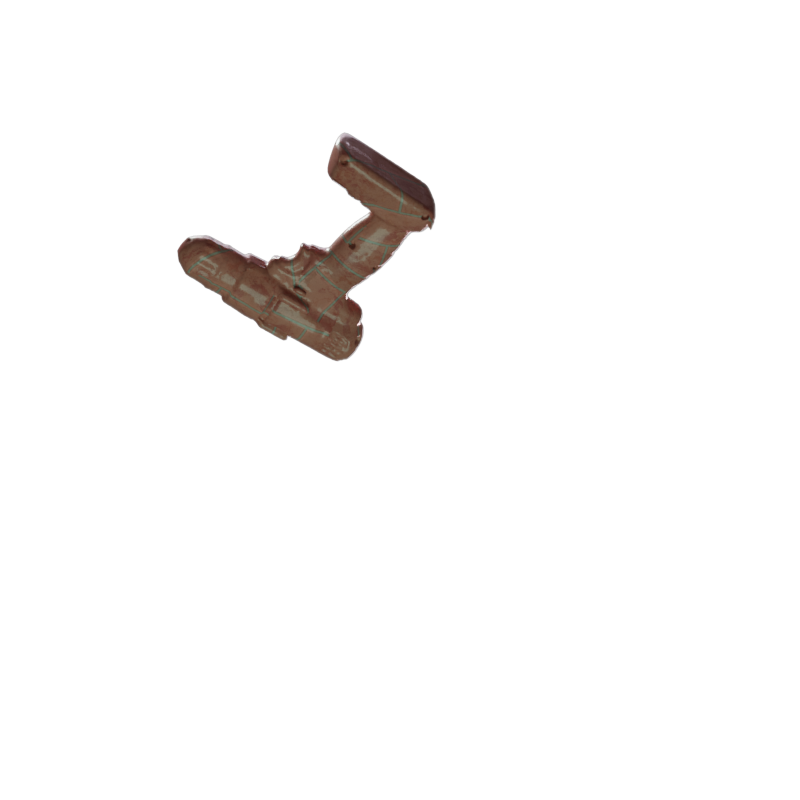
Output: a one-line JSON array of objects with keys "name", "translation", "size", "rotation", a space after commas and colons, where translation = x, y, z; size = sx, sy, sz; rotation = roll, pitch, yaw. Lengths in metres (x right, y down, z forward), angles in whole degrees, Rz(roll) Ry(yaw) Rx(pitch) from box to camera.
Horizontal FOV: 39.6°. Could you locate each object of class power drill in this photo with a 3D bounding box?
[{"name": "power drill", "translation": [-0.075, -0.136, 0.955], "size": [0.177, 0.183, 0.061], "rotation": [30, 29, -20]}]
